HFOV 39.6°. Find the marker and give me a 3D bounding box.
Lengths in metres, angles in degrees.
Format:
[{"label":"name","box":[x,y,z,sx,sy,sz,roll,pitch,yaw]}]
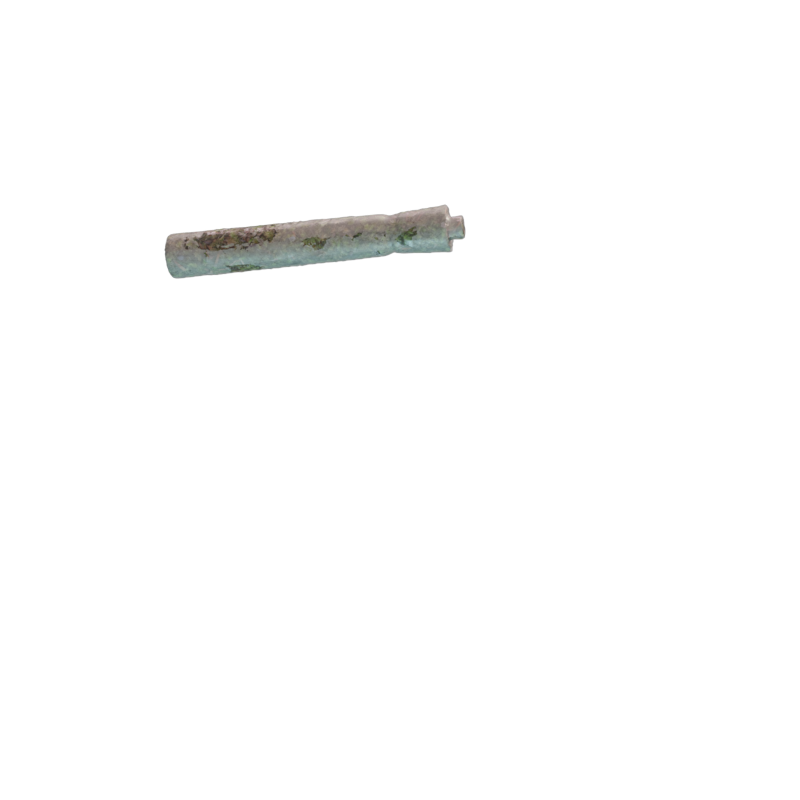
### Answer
[{"label":"marker","box":[-0.035,-0.063,0.445,0.123,0.020,0.019,-4,3,13]}]
